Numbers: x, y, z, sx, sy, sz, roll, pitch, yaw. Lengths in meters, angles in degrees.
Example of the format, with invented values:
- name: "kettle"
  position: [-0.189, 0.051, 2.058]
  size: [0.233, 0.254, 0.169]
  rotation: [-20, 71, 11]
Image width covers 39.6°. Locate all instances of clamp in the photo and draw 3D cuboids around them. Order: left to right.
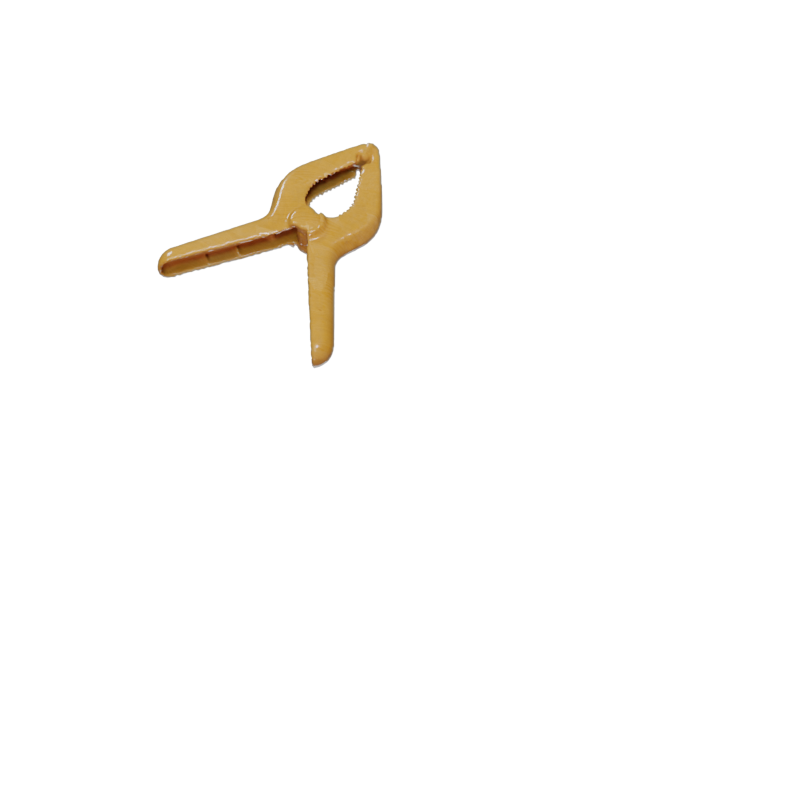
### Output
- name: "clamp"
  position: [-0.071, -0.130, 0.913]
  size: [0.173, 0.213, 0.034]
  rotation: [35, -26, 20]
